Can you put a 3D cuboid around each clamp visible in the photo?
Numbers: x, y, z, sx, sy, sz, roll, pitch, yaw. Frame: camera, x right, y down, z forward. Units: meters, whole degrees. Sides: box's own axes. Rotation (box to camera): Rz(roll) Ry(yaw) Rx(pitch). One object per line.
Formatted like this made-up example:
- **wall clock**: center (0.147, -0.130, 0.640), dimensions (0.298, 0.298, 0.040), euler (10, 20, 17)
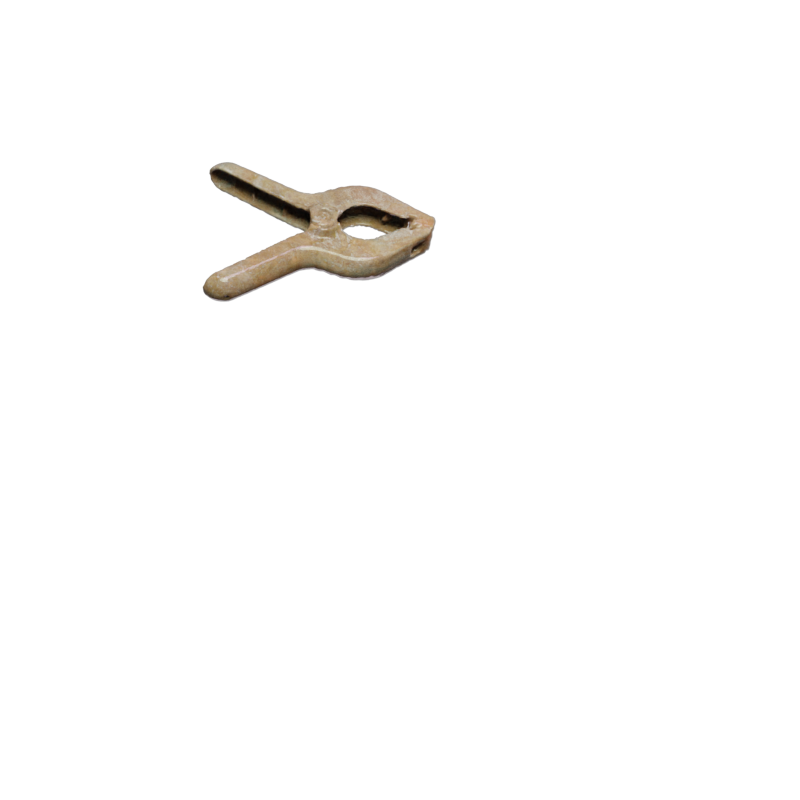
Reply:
- **clamp**: center (-0.062, -0.114, 0.798), dimensions (0.172, 0.127, 0.037), euler (6, -30, 3)
